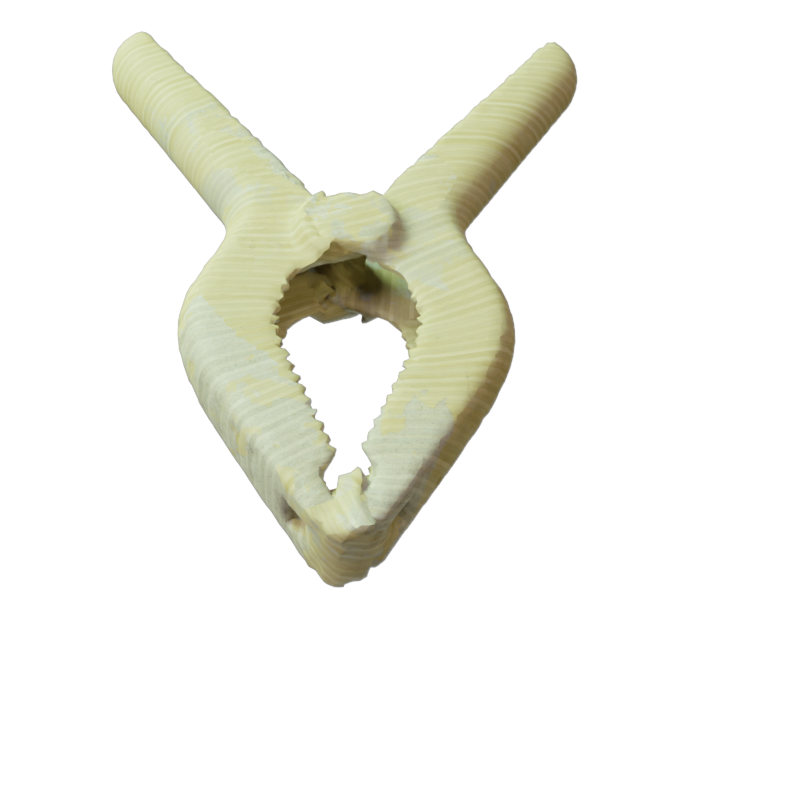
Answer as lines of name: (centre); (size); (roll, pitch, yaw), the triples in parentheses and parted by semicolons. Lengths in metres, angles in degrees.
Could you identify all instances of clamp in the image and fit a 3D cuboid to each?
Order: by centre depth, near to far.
clamp: (-0.027, -0.049, 0.340); (0.166, 0.224, 0.034); (4, -40, 4)
